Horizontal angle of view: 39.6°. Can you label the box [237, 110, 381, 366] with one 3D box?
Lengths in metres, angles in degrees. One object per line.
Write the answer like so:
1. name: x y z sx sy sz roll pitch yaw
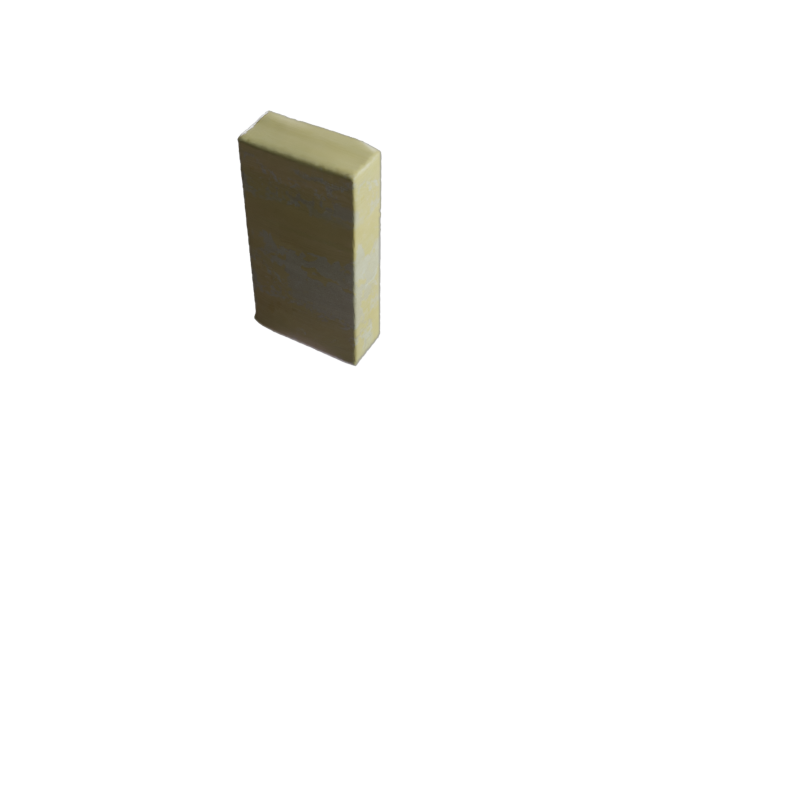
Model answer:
1. box: -0.061 -0.112 0.785 0.098 0.164 0.049 24 47 21
